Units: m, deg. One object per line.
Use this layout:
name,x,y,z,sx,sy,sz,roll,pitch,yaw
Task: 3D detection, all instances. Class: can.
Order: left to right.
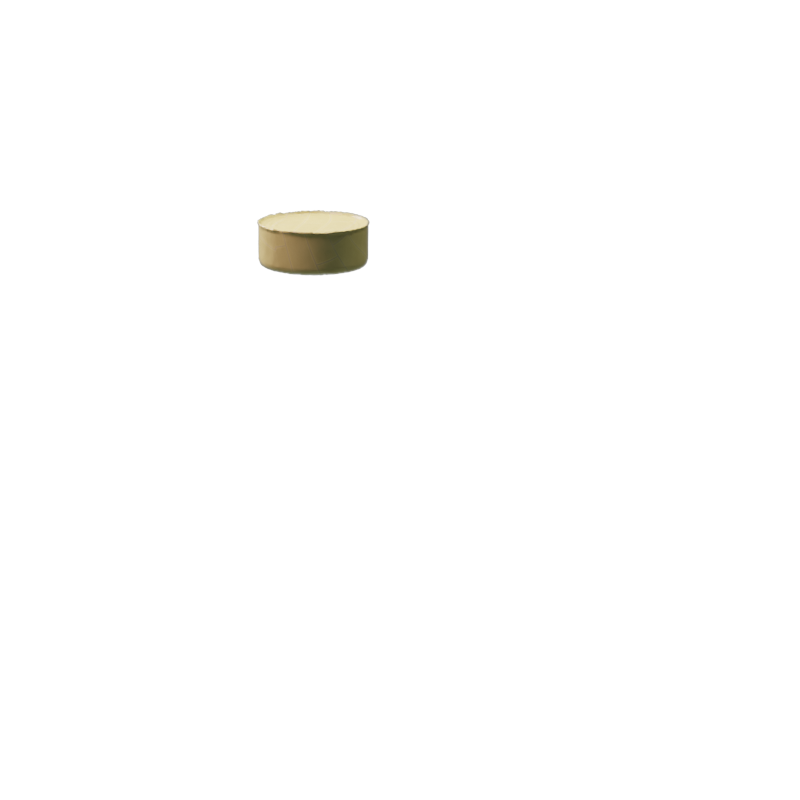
can,-0.067,-0.122,0.851,0.086,0.032,0.089,-1,19,-2
